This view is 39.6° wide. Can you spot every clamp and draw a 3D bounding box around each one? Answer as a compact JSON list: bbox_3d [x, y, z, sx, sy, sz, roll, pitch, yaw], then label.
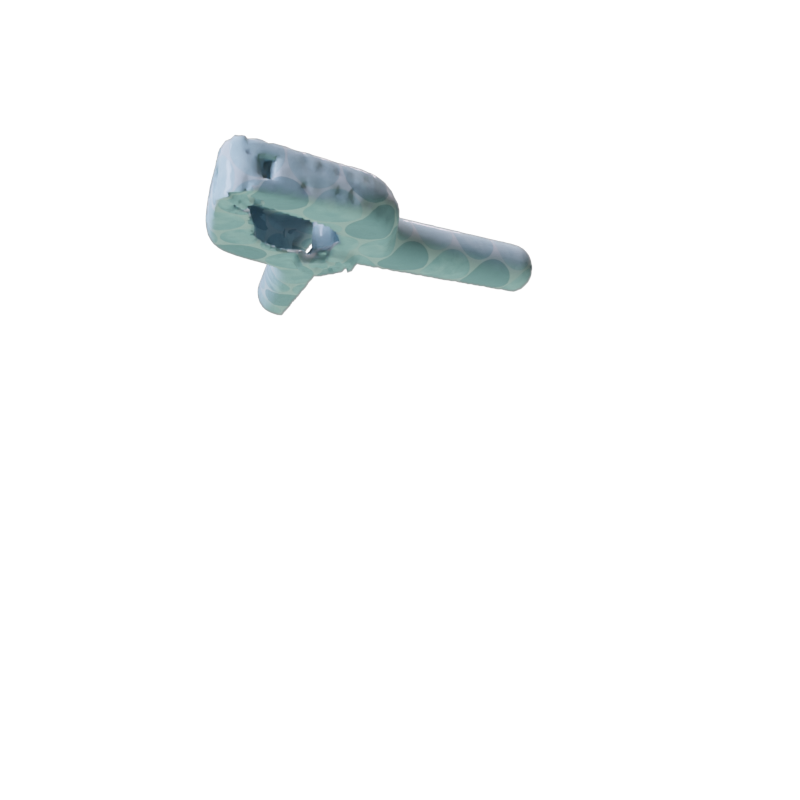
[{"bbox_3d":[-0.045,-0.081,0.571,0.168,0.038,0.198,-7,-13,29],"label":"clamp"}]
